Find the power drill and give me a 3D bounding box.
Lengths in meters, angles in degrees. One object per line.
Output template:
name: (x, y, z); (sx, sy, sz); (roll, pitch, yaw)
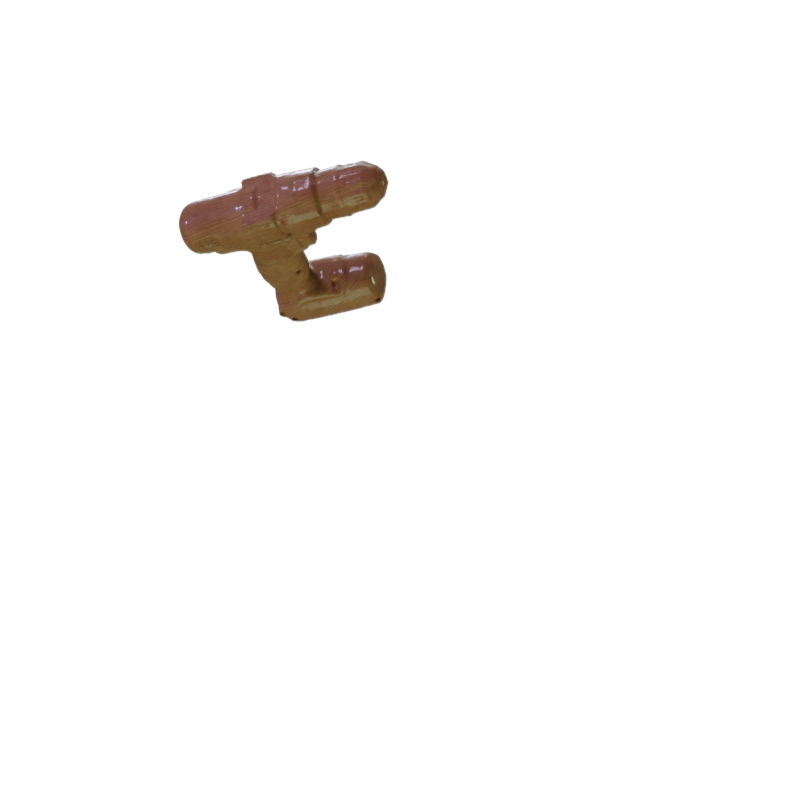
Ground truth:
power drill: (-0.077, -0.140, 0.981); (0.187, 0.061, 0.174); (-9, -26, 18)
